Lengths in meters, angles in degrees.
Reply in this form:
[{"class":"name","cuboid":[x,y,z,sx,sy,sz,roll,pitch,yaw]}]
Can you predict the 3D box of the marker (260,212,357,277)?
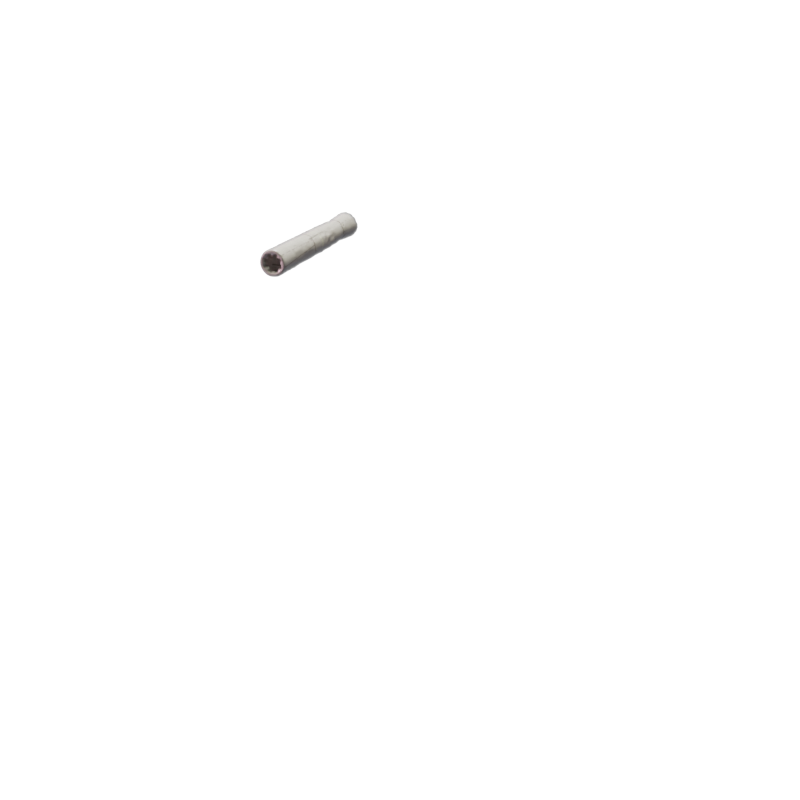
[{"class":"marker","cuboid":[-0.061,-0.111,0.780,0.020,0.019,0.122,1,21,24]}]
